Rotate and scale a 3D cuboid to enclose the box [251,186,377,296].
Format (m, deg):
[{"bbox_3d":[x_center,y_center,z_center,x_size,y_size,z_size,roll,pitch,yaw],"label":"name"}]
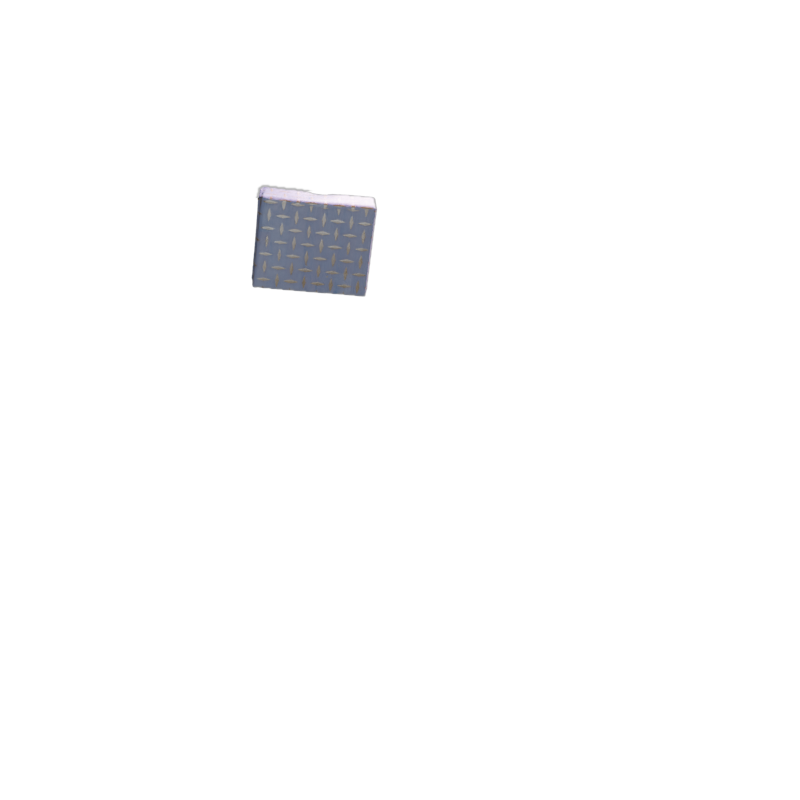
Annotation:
[{"bbox_3d":[-0.066,-0.120,0.840,0.089,0.070,0.032,5,21,-3],"label":"box"}]
